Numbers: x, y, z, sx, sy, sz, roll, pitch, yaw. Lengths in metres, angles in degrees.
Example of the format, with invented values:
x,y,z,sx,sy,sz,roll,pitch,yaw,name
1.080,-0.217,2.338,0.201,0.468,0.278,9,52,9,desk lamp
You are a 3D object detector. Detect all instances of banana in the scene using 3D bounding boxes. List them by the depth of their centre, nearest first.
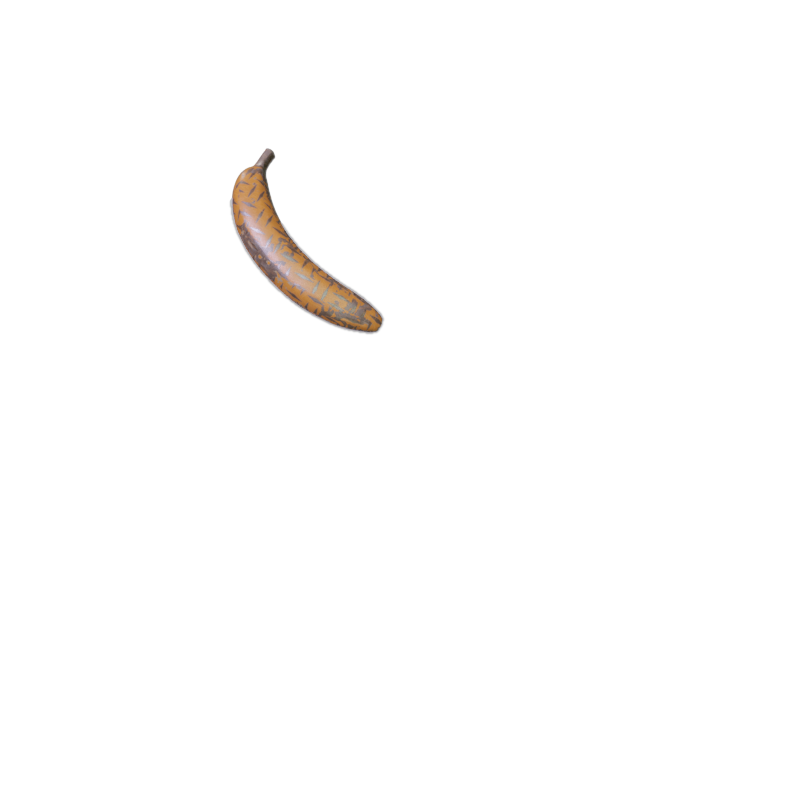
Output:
x,y,z,sx,sy,sz,roll,pitch,yaw,name
-0.092,-0.130,0.947,0.069,0.208,0.035,-29,-18,-11,banana
